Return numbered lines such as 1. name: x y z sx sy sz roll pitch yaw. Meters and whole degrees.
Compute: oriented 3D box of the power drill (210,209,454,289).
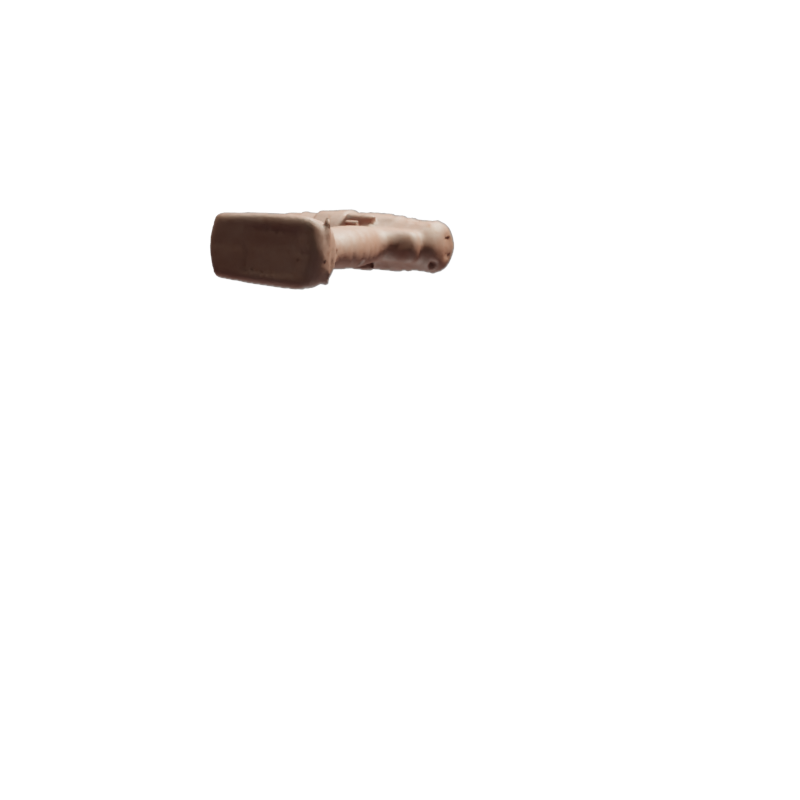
1. power drill: -0.073 -0.133 0.932 0.192 0.056 0.184 8 14 31
